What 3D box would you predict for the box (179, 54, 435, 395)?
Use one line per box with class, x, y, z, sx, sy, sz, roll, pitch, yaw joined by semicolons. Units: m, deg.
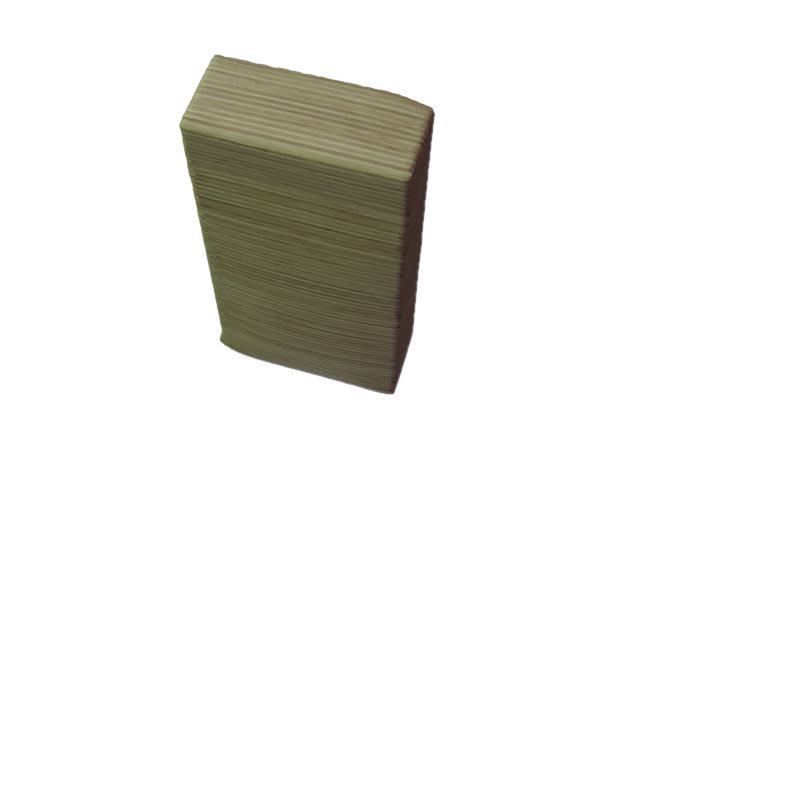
box;-0.038;-0.070;0.487;0.095;0.050;0.165;17;-30;7
